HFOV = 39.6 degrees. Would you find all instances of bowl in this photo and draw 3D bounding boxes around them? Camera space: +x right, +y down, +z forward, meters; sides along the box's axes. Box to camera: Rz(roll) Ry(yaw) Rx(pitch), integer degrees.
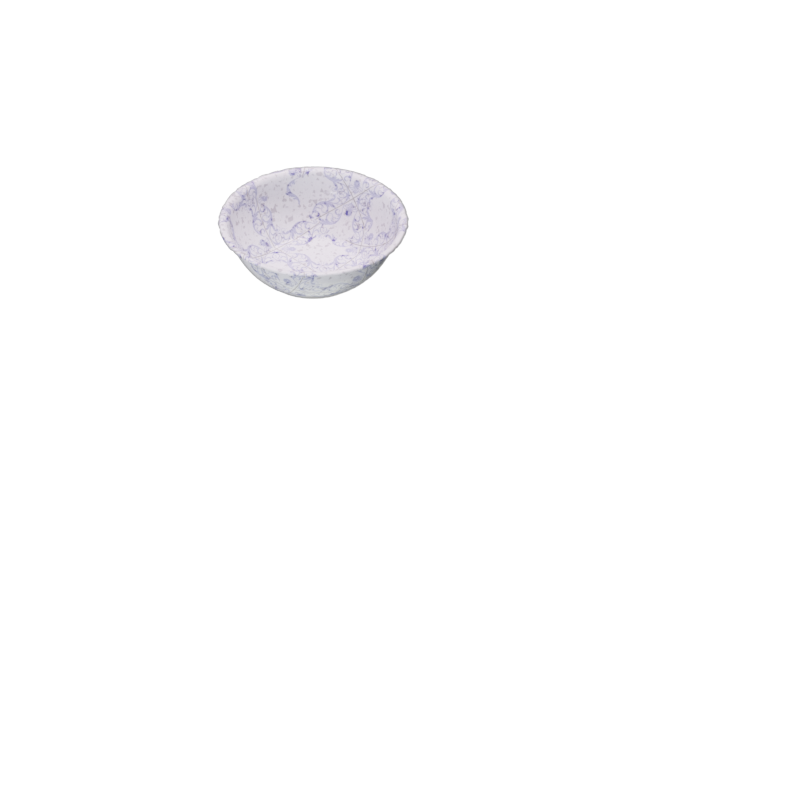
[{"bbox_3d":[-0.075,-0.137,0.959,0.162,0.051,0.174,-1,41,-2],"label":"bowl"}]
